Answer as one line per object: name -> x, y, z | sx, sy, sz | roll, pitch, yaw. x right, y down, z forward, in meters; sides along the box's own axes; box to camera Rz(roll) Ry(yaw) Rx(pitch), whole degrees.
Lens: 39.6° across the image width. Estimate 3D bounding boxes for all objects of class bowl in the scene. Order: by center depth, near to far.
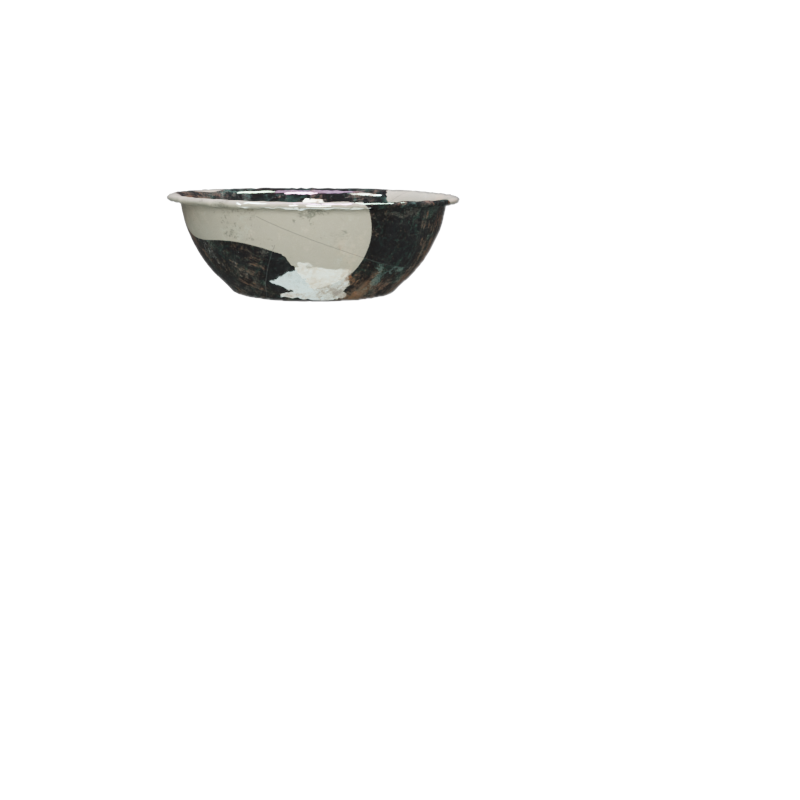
bowl -> -0.049, -0.089, 0.621 | 0.162, 0.054, 0.166 | 0, 13, -2
